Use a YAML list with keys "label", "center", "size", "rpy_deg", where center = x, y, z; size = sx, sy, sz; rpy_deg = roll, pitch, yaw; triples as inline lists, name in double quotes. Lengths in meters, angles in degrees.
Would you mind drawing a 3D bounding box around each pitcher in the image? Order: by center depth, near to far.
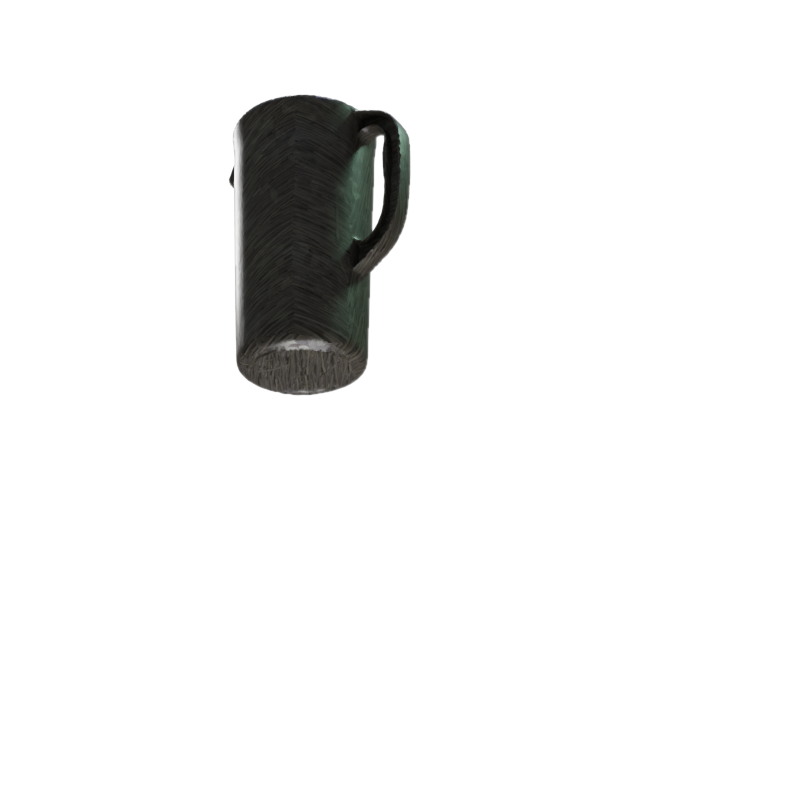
- label: "pitcher"
  center: [-0.075, -0.137, 0.956]
  size: [0.142, 0.259, 0.143]
  rpy_deg: [5, -29, -13]
